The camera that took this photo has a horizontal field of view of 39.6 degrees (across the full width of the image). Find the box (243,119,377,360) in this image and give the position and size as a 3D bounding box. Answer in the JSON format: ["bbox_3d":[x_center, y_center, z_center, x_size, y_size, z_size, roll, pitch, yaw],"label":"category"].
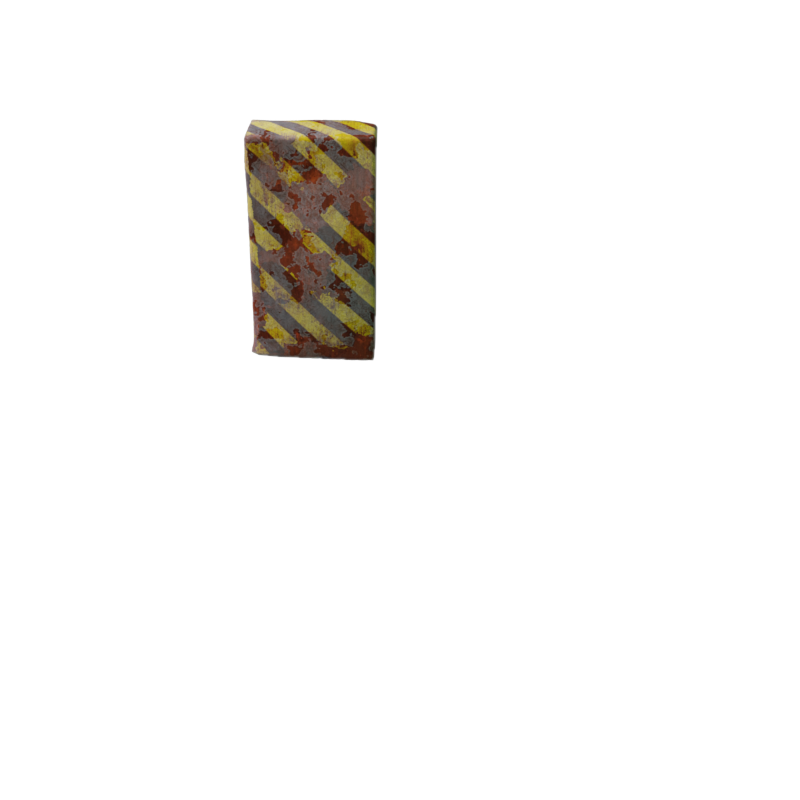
[{"bbox_3d":[-0.063,-0.115,0.808,0.094,0.167,0.050,3,24,3],"label":"box"}]
